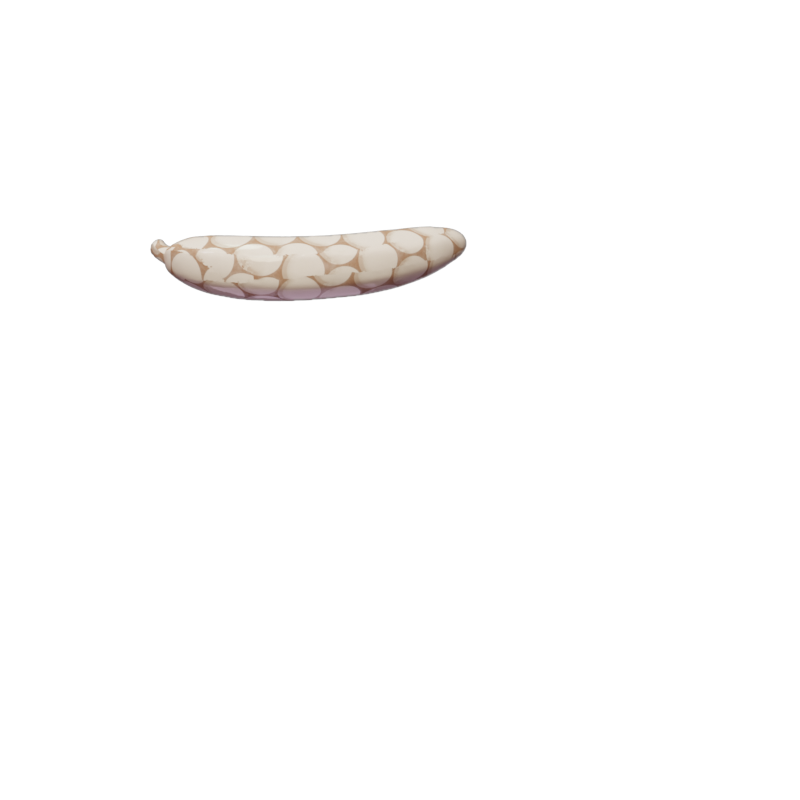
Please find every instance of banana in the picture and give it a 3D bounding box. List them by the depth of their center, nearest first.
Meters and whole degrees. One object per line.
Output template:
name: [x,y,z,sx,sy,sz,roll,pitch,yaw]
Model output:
banana: [-0.056,-0.086,0.667,0.198,0.034,0.074,0,34,0]
